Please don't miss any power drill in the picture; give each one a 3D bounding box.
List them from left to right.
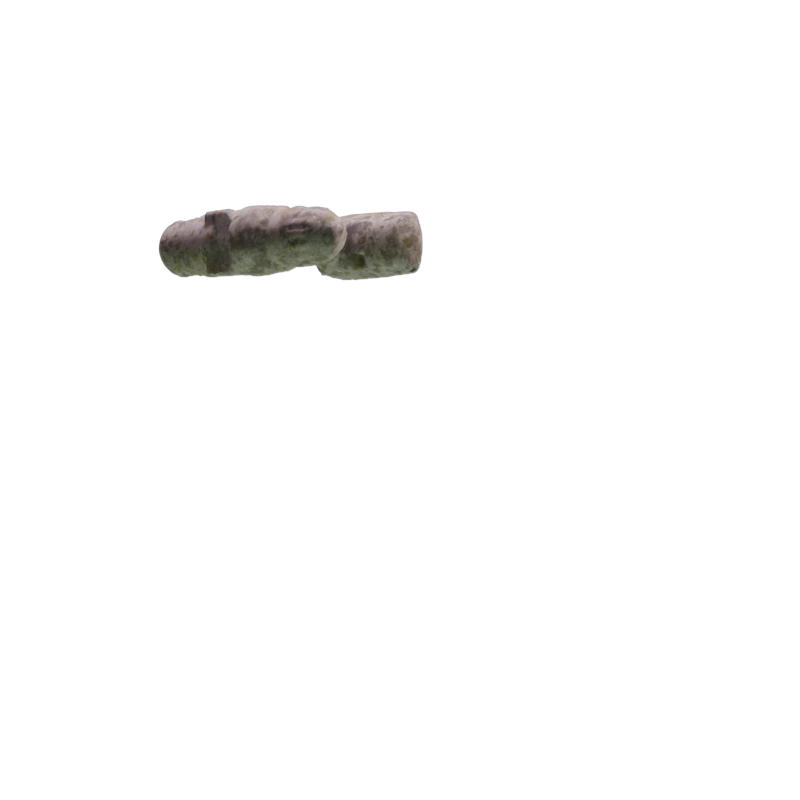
[{"bbox_3d":[-0.068,-0.125,0.875,0.192,0.057,0.180,4,6,42],"label":"power drill"}]
